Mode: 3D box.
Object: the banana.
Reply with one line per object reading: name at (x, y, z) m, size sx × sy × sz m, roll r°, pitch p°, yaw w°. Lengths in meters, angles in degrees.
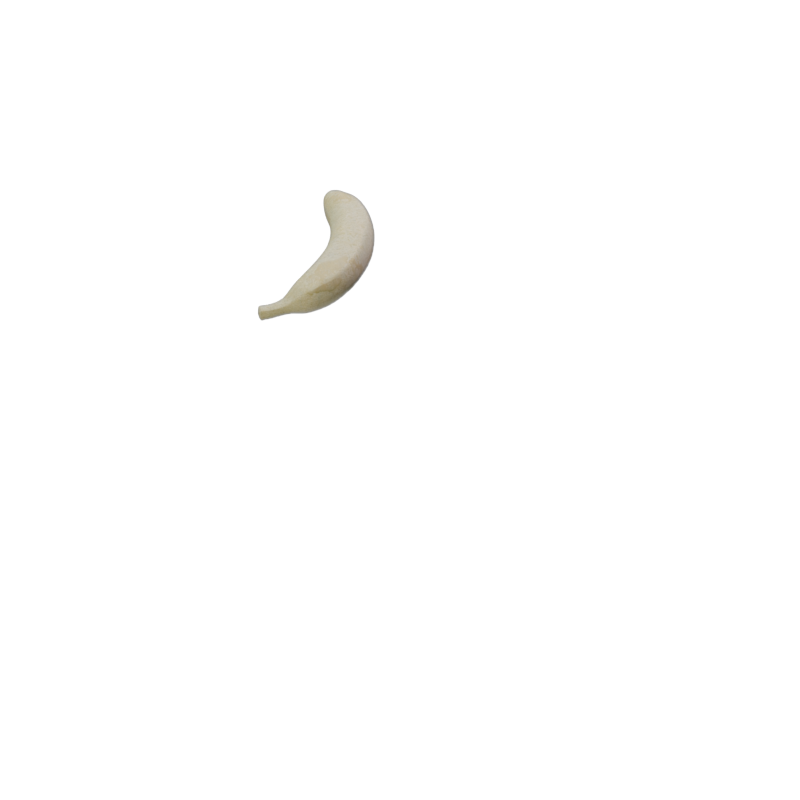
banana at (-0.056, -0.127, 0.923) m, size 0.071 × 0.034 × 0.207 m, roll 8°, pitch 36°, yaw 11°
